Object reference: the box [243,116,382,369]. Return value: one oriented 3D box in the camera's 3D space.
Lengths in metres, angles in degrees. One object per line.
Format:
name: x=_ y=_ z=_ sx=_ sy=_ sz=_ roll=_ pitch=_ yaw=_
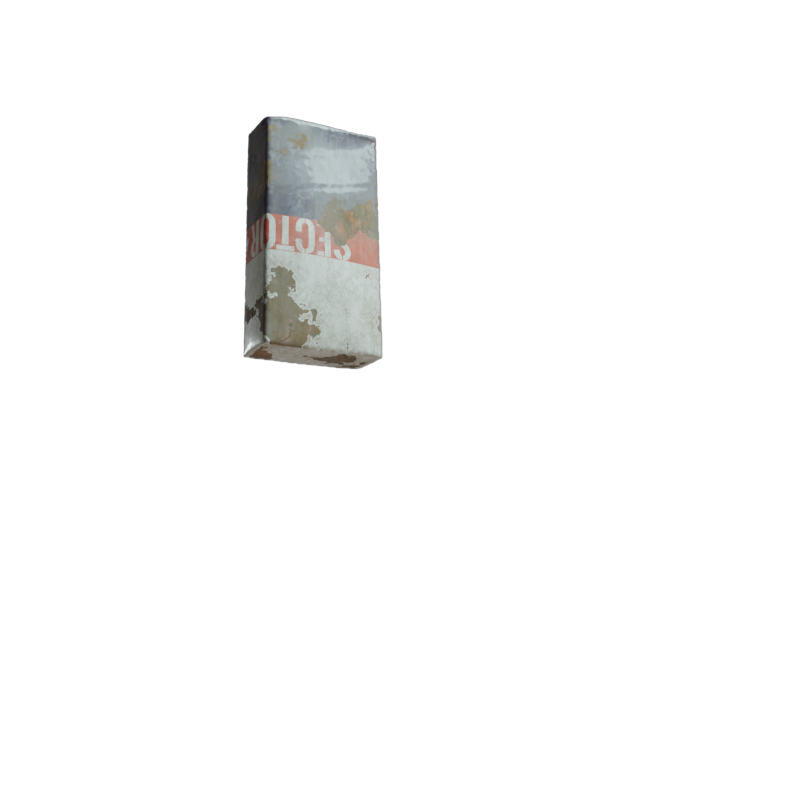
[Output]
box: x=-0.063 y=-0.115 z=0.801 sx=0.090 sy=0.184 sz=0.048 roll=8 pitch=-21 yaw=-25
